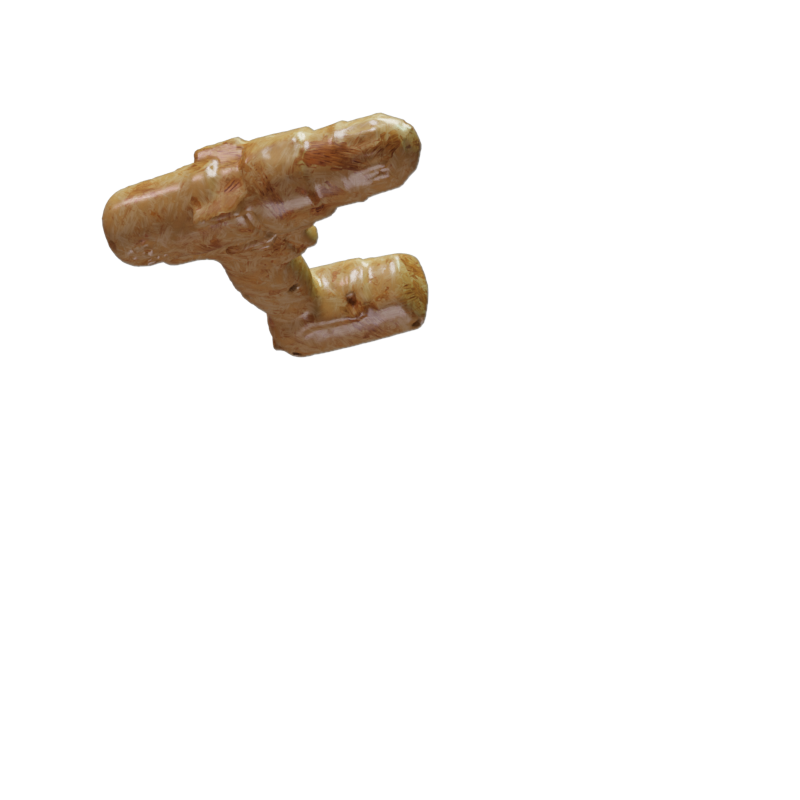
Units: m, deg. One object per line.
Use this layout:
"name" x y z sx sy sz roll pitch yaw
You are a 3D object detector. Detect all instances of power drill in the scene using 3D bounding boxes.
"power drill" -0.051 -0.092 0.645 0.187 0.061 0.174 -10 -26 22
